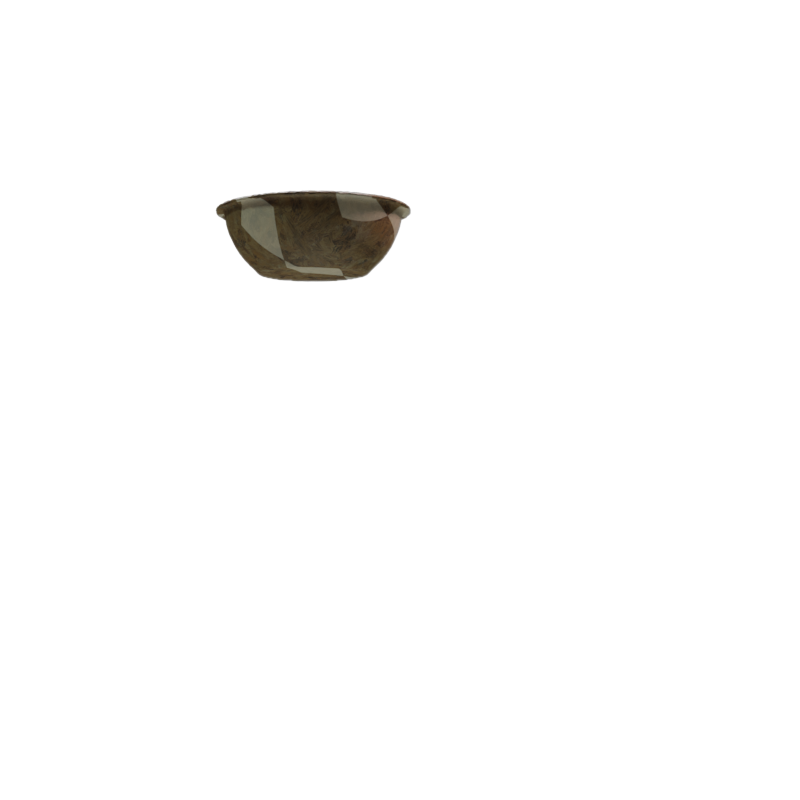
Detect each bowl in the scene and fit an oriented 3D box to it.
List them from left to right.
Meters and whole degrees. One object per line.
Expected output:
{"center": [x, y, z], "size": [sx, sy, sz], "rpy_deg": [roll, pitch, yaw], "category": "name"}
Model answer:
{"center": [-0.072, -0.131, 0.917], "size": [0.162, 0.056, 0.160], "rpy_deg": [0, -3, -2], "category": "bowl"}
